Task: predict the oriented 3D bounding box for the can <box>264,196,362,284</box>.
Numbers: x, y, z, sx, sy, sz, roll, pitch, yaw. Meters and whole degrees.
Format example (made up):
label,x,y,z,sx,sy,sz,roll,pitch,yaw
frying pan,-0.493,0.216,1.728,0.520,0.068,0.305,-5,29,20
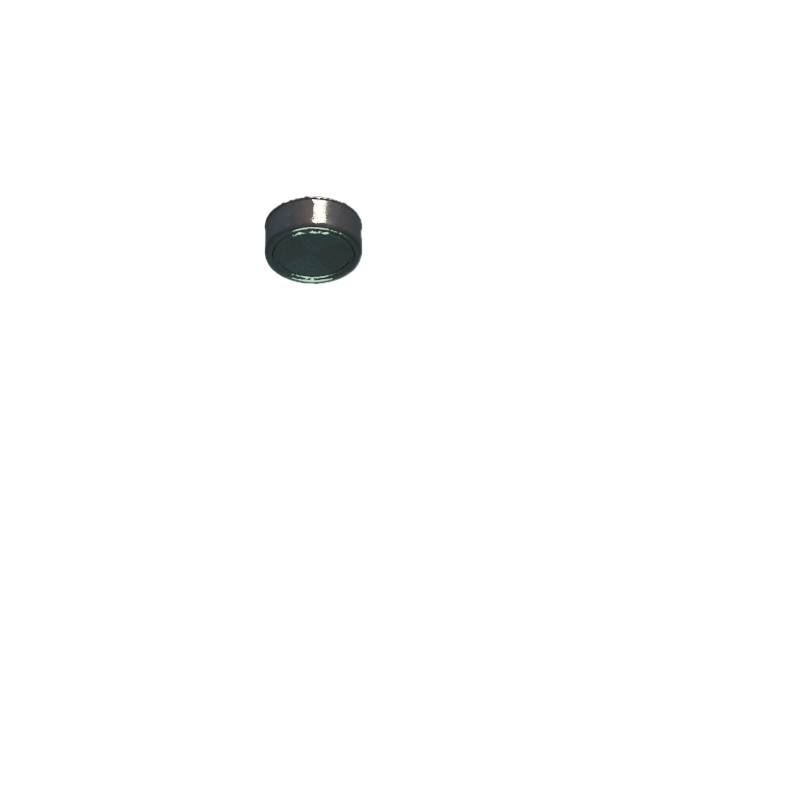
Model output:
label,x,y,z,sx,sy,sz,roll,pitch,yaw
can,-0.076,-0.138,0.964,0.086,0.036,0.080,1,-32,-2
